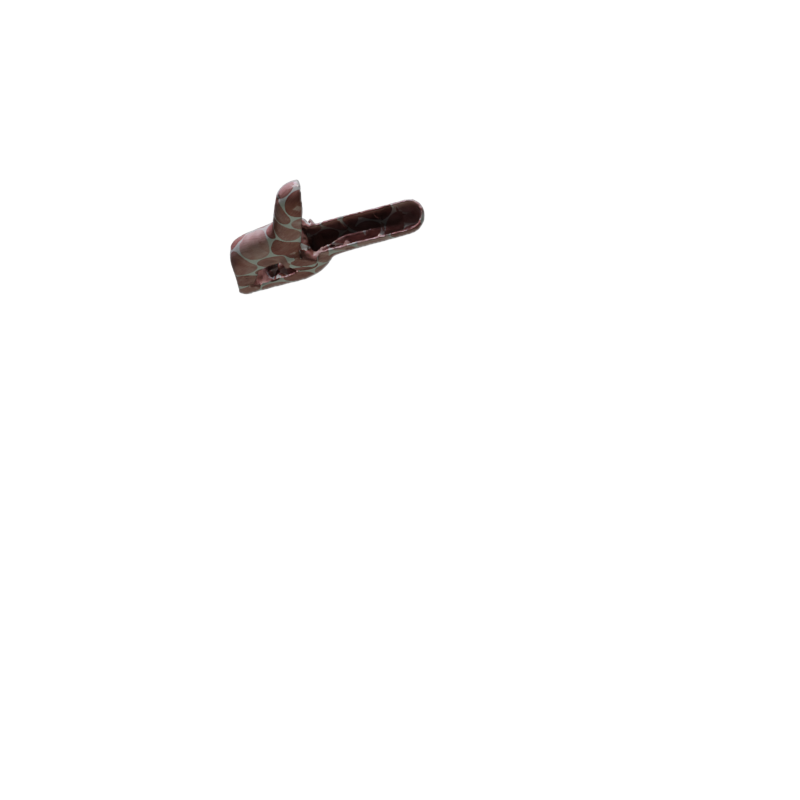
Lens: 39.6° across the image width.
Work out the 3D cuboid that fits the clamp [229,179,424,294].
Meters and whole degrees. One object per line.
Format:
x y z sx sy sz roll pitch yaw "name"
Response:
-0.065 -0.119 0.831 0.115 0.041 0.171 7 -16 -27 "clamp"
